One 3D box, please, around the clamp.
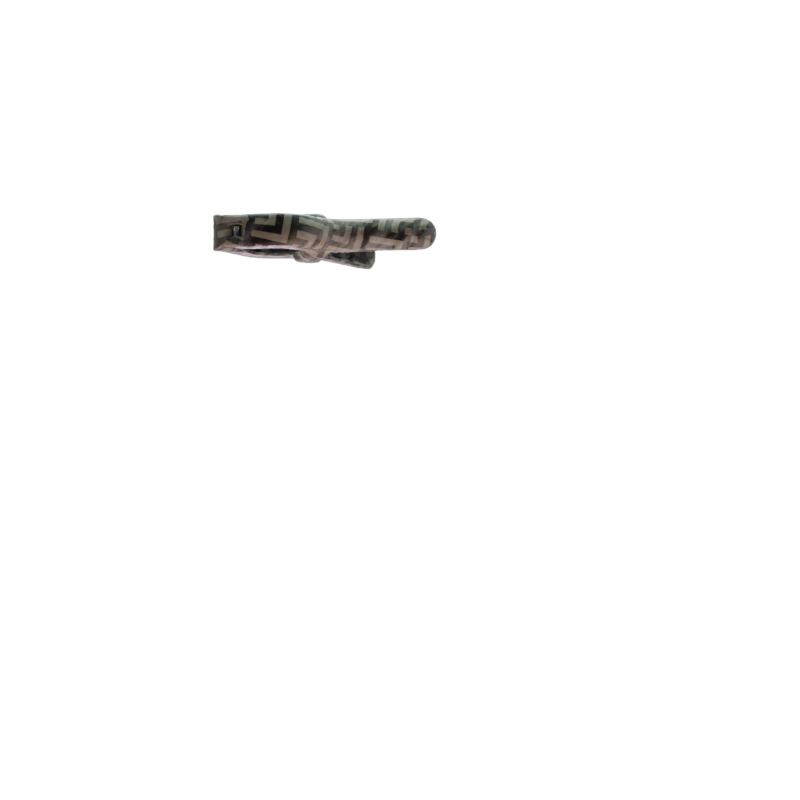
[{"bbox_3d":[-0.070,-0.127,0.891,0.168,0.041,0.119,3,-11,-16],"label":"clamp"}]
